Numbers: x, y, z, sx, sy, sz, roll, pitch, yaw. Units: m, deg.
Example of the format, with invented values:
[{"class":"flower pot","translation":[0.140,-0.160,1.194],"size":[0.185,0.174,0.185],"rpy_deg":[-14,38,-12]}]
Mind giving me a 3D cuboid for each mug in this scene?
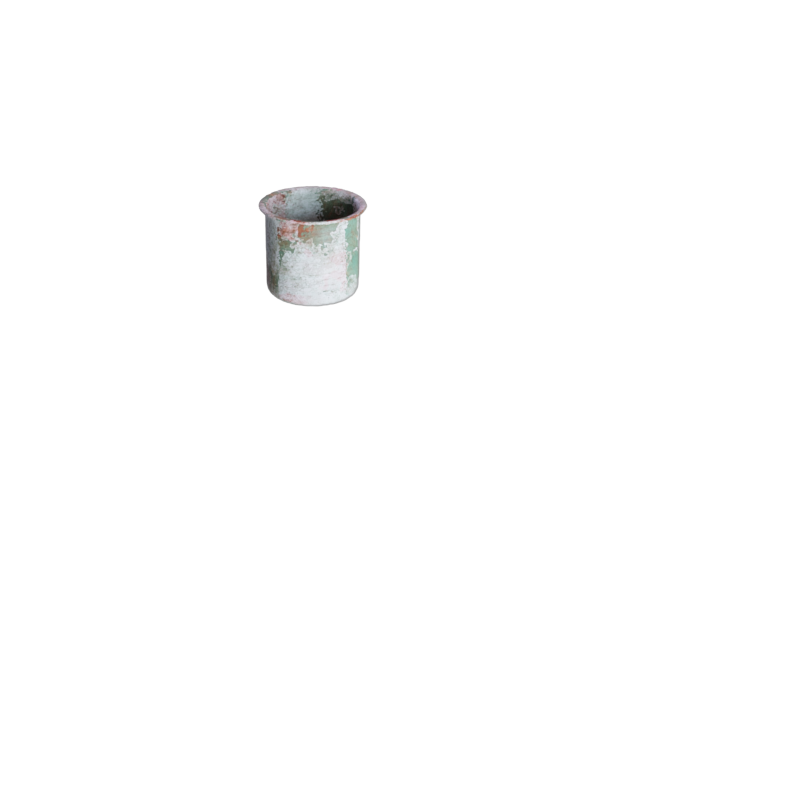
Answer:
[{"class":"mug","translation":[-0.077,-0.140,0.977],"size":[0.093,0.077,0.123],"rpy_deg":[1,27,-1]}]
